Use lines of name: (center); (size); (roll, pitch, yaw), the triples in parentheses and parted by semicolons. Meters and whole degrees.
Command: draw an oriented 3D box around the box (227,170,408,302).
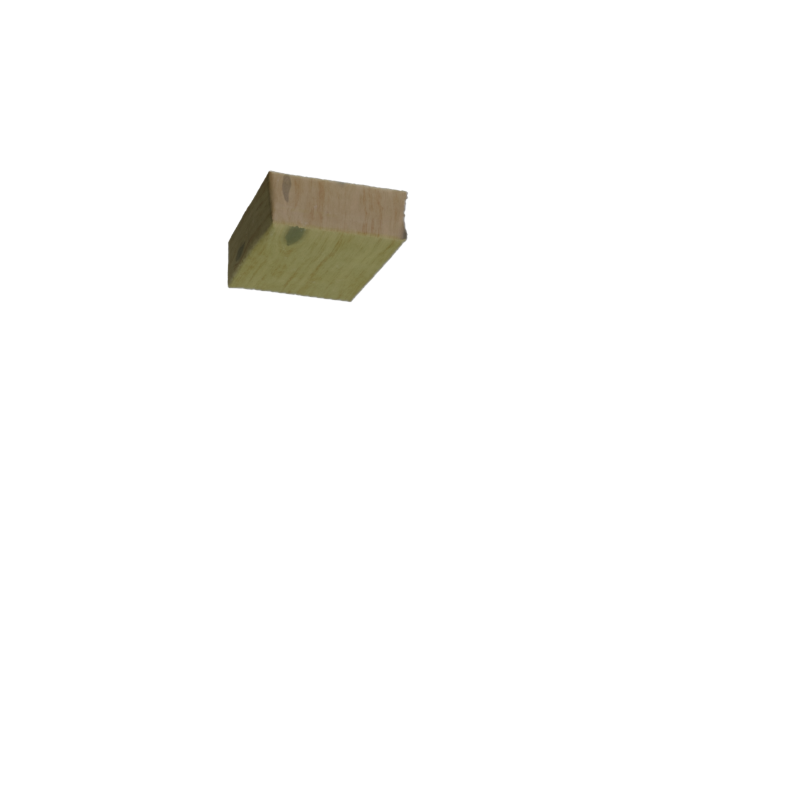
box: (-0.056, -0.102, 0.711); (0.087, 0.041, 0.112); (6, -17, -19)
